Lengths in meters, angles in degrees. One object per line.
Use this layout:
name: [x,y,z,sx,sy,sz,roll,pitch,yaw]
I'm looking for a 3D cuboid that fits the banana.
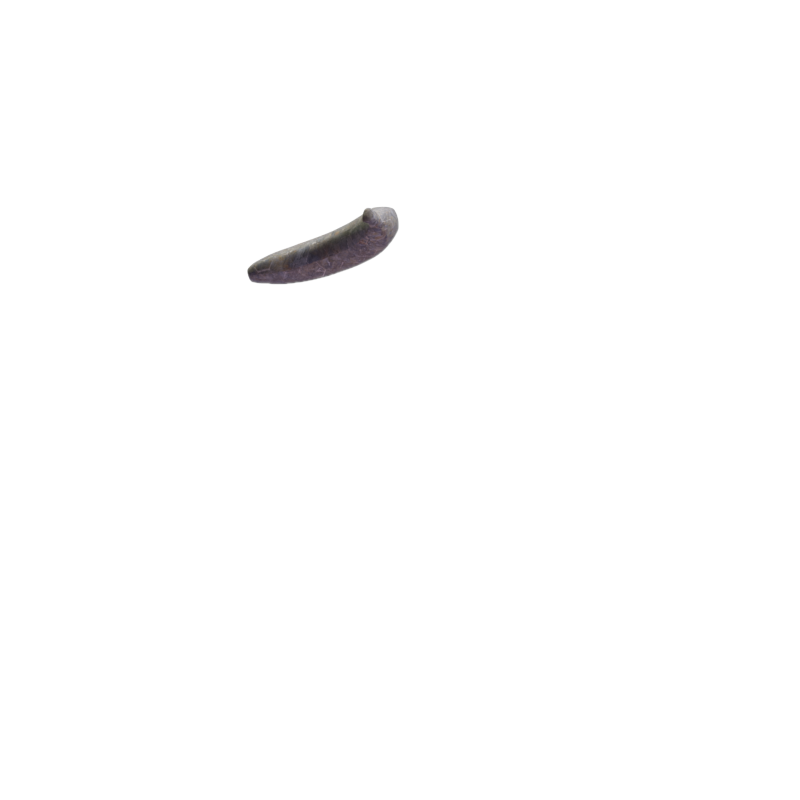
banana: [-0.060,-0.140,0.996,0.066,0.038,0.199,12,-19,-36]
